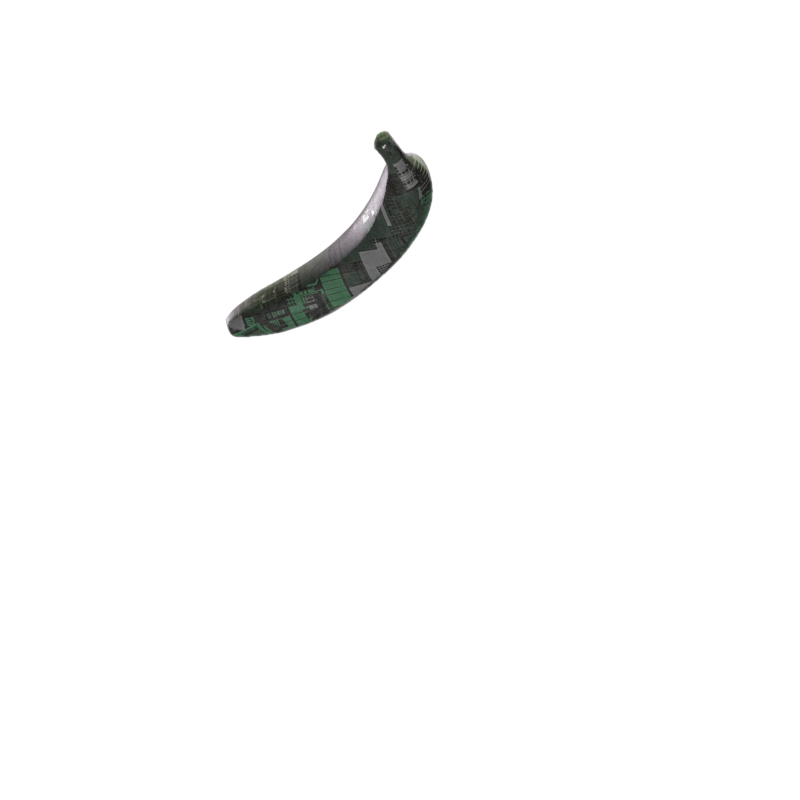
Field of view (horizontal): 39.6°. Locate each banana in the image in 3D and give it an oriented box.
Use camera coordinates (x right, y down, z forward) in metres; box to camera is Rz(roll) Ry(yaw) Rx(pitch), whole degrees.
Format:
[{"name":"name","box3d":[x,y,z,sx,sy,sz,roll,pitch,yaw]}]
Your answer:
[{"name":"banana","box3d":[-0.036,-0.094,0.689,0.066,0.039,0.193,23,-46,-25]}]
